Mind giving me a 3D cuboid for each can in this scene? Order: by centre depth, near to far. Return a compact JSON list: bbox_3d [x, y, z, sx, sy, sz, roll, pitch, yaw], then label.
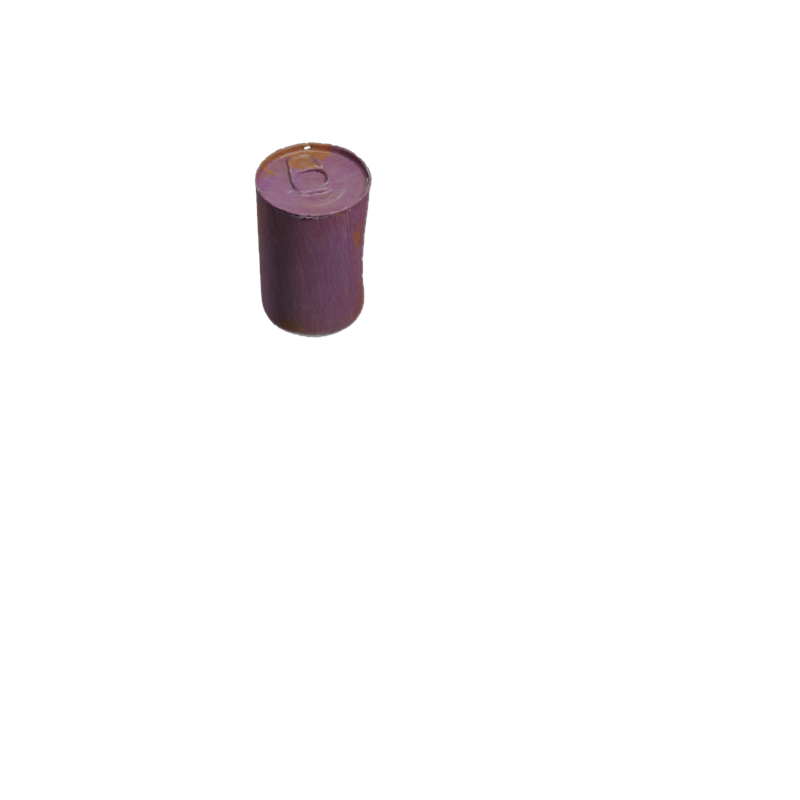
[{"bbox_3d":[-0.053,-0.097,0.676,0.068,0.074,0.095,0,-44,-3],"label":"can"}]
